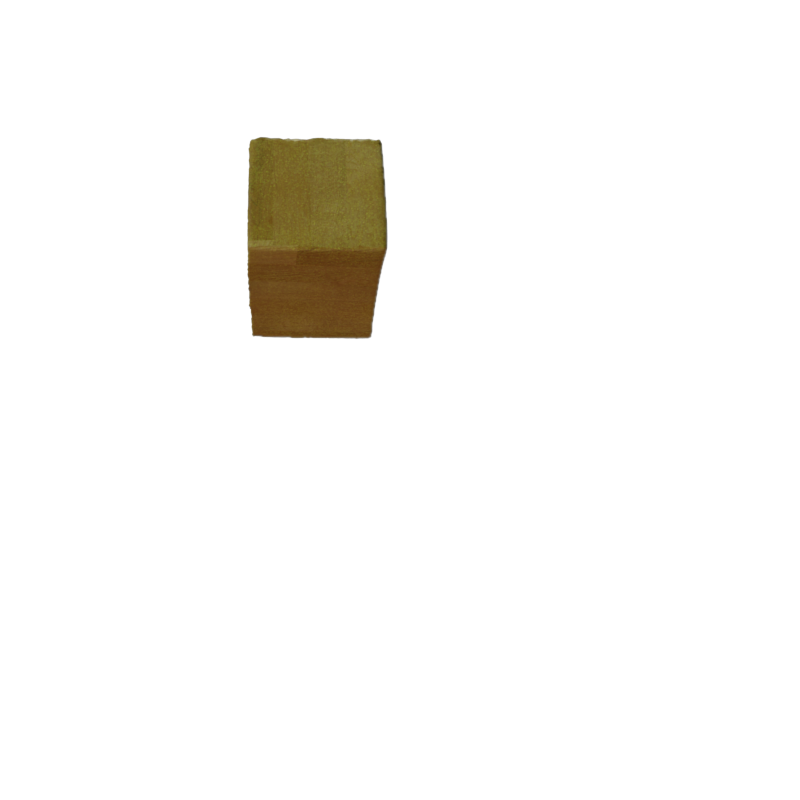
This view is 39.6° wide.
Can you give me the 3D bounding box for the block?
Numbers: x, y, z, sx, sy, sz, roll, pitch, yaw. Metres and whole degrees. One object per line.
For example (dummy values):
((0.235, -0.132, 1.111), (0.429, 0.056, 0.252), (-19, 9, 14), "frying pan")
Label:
((-0.035, -0.064, 0.447), (0.052, 0.054, 0.074), (1, -25, -5), "block")
